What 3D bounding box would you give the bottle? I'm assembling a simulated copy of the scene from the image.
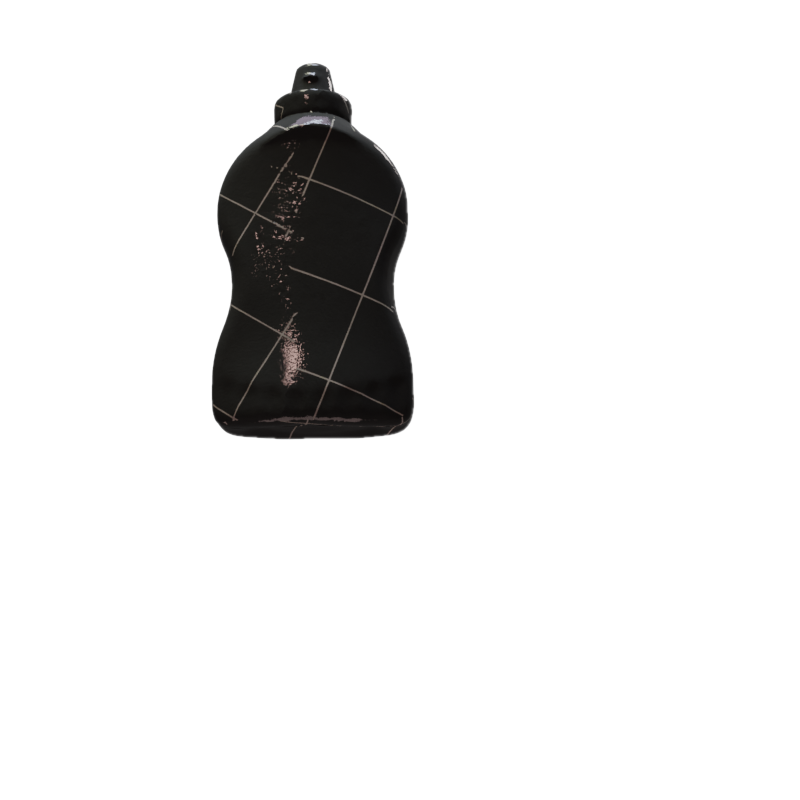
[{"bbox_3d":[-0.044,-0.080,0.558,0.096,0.200,0.056,-2,-18,3],"label":"bottle"}]
